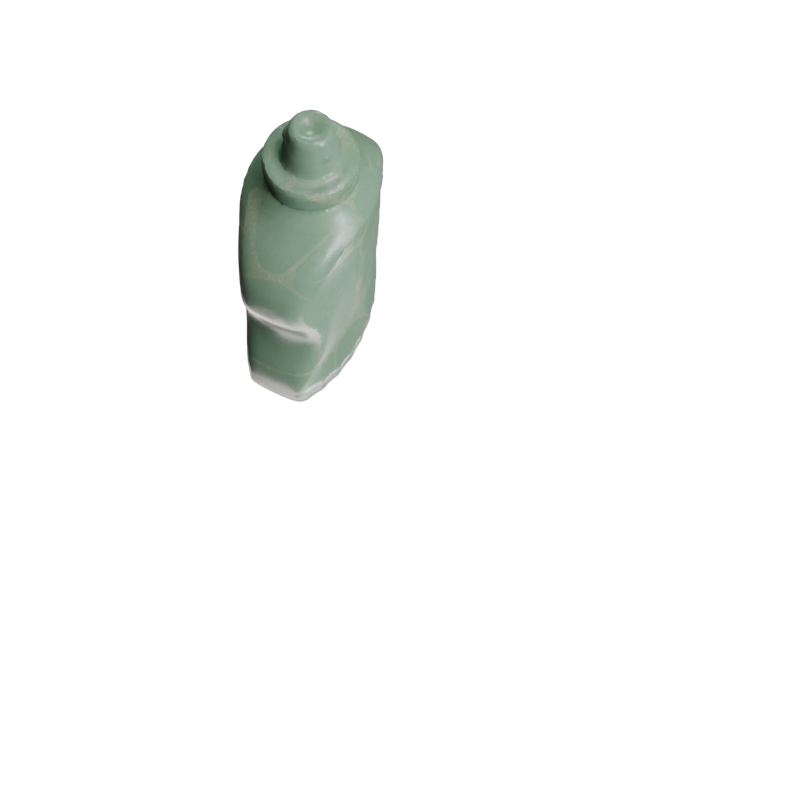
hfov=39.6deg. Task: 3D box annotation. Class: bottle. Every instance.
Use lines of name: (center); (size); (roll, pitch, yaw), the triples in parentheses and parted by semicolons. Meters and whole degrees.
bottle: (-0.041, -0.074, 0.520); (0.059, 0.099, 0.182); (25, -21, 6)
